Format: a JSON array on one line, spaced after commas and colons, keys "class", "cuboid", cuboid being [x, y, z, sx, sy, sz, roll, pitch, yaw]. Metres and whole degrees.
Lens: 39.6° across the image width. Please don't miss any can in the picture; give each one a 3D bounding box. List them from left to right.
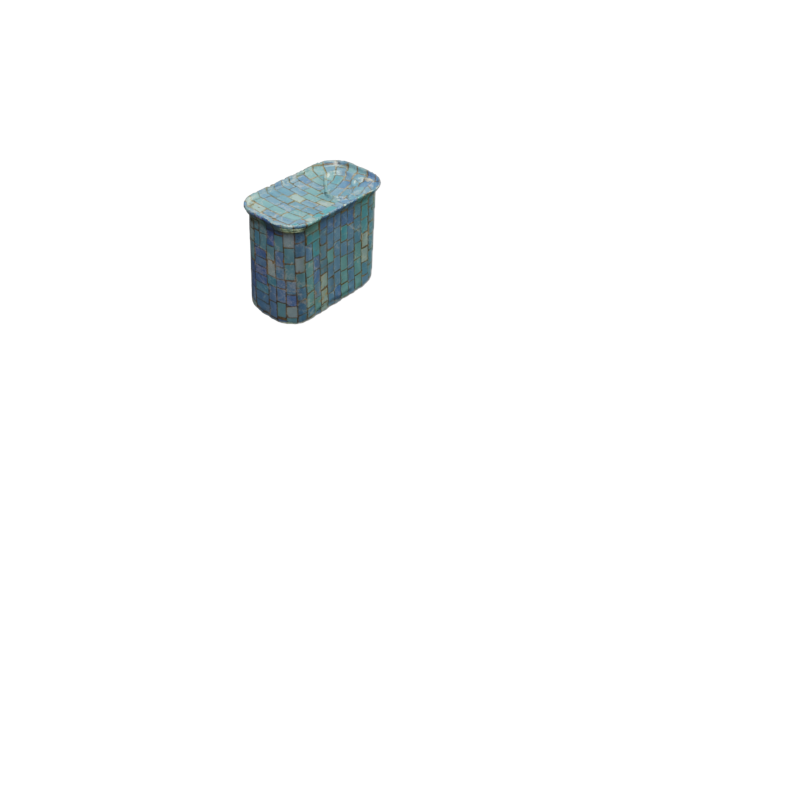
[{"class": "can", "cuboid": [-0.062, -0.114, 0.797, 0.061, 0.078, 0.102, 27, 43, 31]}]
